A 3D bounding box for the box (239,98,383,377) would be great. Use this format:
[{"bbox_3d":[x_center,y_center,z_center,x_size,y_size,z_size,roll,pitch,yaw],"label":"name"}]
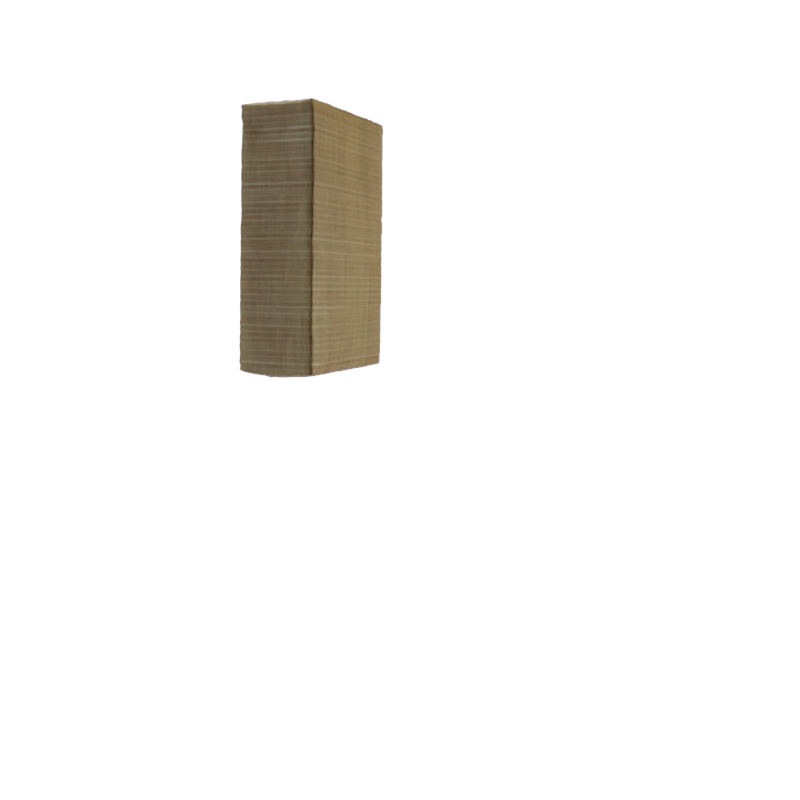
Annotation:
[{"bbox_3d":[-0.072,-0.131,0.921,0.074,0.214,0.160,-1,1,19],"label":"box"}]
